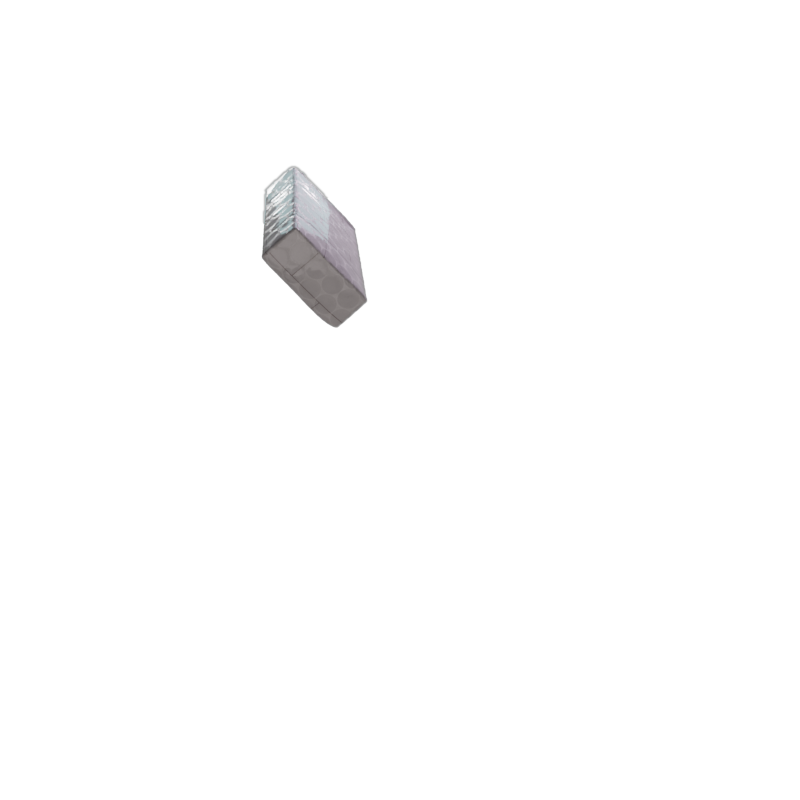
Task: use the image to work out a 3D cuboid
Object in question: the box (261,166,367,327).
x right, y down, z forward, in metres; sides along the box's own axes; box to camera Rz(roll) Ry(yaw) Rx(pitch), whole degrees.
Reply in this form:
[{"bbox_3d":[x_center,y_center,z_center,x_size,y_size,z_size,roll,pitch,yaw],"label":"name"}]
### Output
[{"bbox_3d":[-0.078,-0.143,0.997,0.048,0.089,0.187,-39,24,16],"label":"box"}]
